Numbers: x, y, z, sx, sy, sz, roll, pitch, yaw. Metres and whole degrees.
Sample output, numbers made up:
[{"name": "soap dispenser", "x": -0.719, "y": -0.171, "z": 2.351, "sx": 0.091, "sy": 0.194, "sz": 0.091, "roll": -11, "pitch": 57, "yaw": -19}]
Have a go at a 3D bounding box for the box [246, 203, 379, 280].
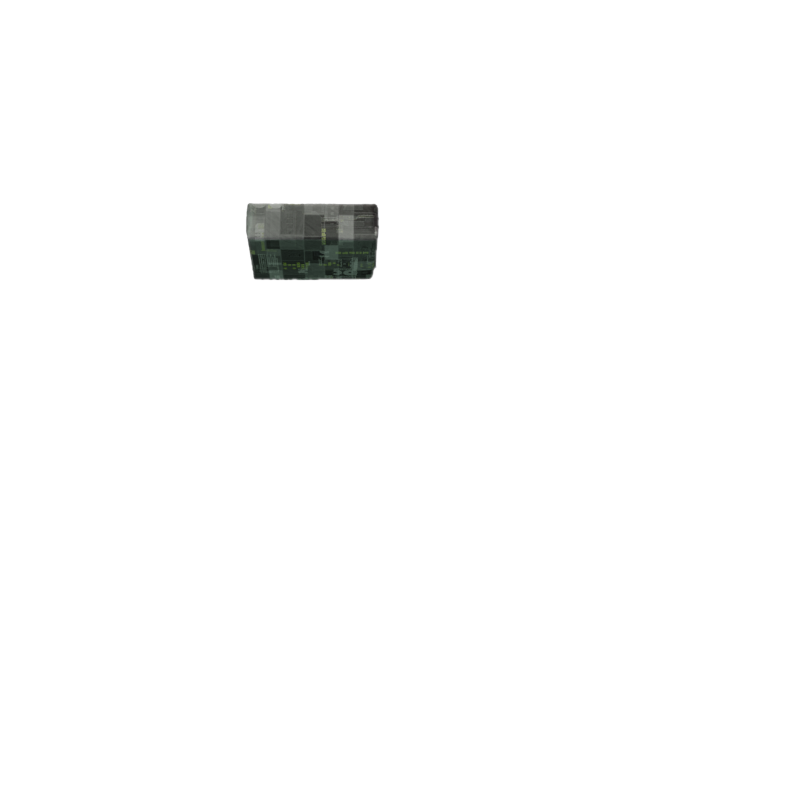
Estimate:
[{"name": "box", "x": -0.060, "y": -0.110, "z": 0.770, "sx": 0.089, "sy": 0.032, "sz": 0.070, "roll": 0, "pitch": -17, "yaw": -1}]
